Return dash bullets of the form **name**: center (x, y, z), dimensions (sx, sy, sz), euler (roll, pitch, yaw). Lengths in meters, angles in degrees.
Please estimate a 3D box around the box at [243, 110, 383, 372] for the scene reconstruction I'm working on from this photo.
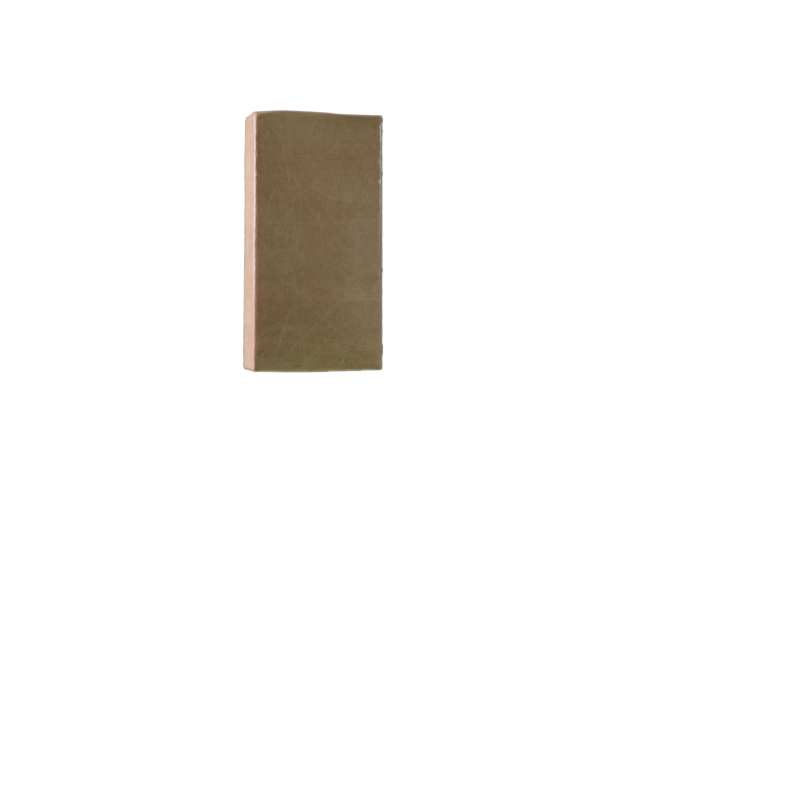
- **box**: center (-0.060, -0.109, 0.763), dimensions (0.092, 0.176, 0.049), euler (0, 0, -15)
